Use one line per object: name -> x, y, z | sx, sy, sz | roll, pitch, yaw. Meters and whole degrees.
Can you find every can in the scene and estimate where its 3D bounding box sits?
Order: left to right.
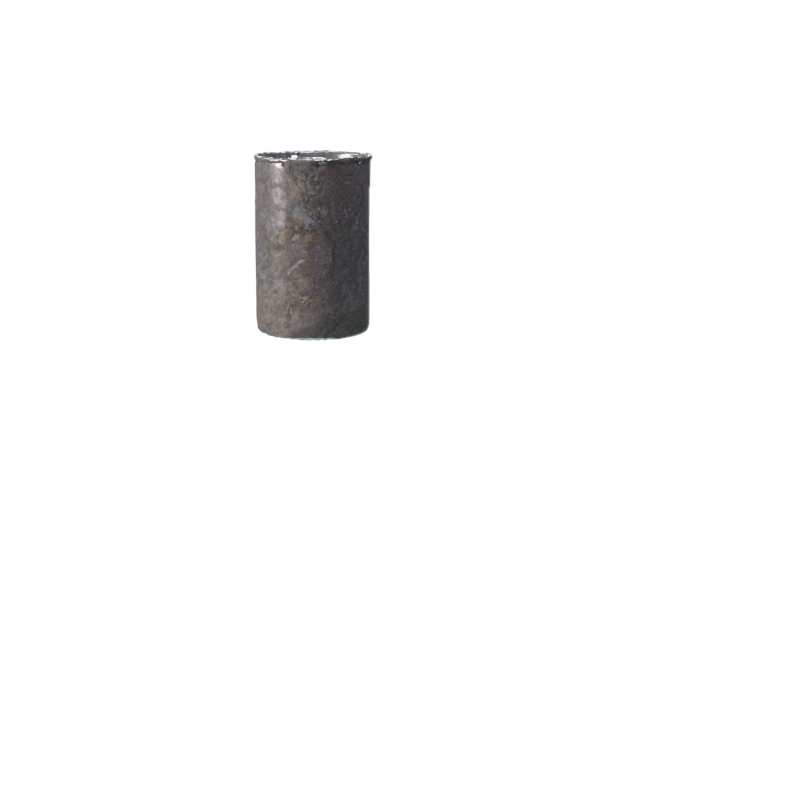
can -> -0.050, -0.092, 0.642 | 0.068, 0.100, 0.070 | 0, 11, -2
